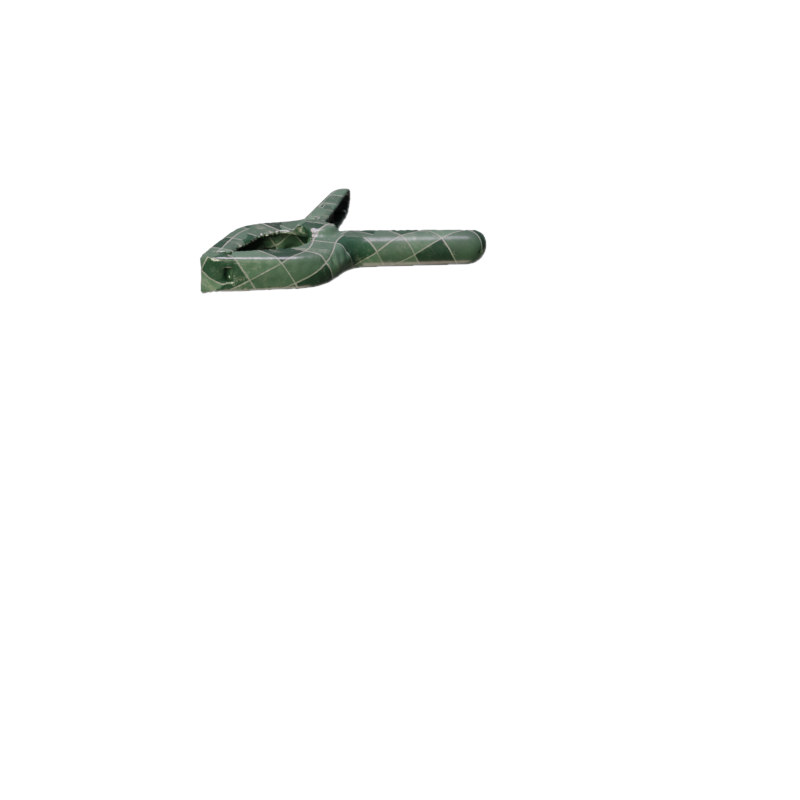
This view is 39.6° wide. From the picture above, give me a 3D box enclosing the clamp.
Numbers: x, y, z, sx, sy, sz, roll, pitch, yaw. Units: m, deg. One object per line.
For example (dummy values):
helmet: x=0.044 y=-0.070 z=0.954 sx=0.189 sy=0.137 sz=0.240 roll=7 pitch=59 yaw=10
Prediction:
clamp: x=-0.065 y=-0.119 z=0.831 sx=0.206 sy=0.035 sz=0.176 roll=-16 pitch=29 yaw=-32
